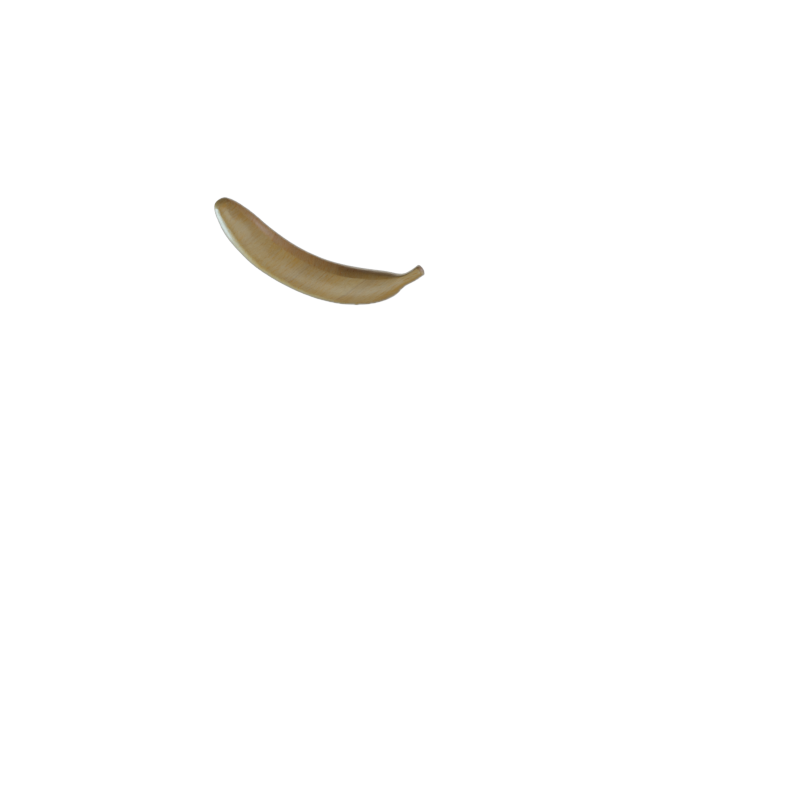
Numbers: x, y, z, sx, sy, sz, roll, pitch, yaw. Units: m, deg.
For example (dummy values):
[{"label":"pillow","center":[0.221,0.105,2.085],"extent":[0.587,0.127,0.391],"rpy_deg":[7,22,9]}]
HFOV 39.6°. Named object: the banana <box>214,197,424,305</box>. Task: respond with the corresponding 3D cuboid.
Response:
[{"label":"banana","center":[-0.081,-0.127,1.006],"extent":[0.194,0.067,0.039],"rpy_deg":[17,28,-10]}]
